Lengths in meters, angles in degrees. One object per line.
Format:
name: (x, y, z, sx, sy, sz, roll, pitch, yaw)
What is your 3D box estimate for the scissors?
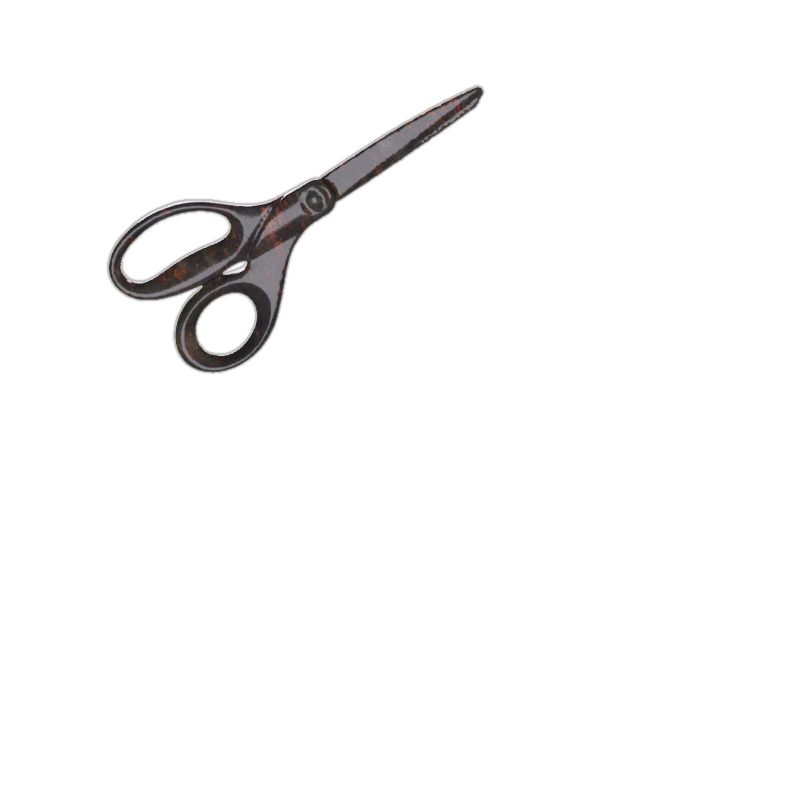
scissors: (-0.043, -0.078, 0.546, 0.202, 0.094, 0.016, -17, 8, 2)
